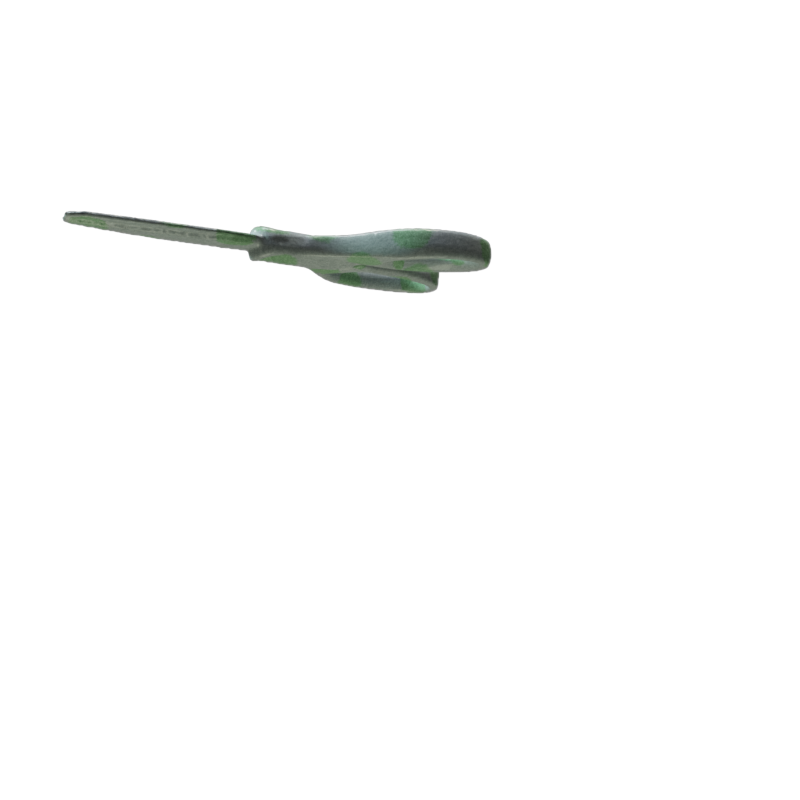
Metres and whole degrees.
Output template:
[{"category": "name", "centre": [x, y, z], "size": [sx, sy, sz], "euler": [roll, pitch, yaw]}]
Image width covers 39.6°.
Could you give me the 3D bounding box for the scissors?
[{"category": "scissors", "centre": [-0.039, -0.071, 0.494], "size": [0.099, 0.016, 0.191], "euler": [-5, -8, 41]}]
